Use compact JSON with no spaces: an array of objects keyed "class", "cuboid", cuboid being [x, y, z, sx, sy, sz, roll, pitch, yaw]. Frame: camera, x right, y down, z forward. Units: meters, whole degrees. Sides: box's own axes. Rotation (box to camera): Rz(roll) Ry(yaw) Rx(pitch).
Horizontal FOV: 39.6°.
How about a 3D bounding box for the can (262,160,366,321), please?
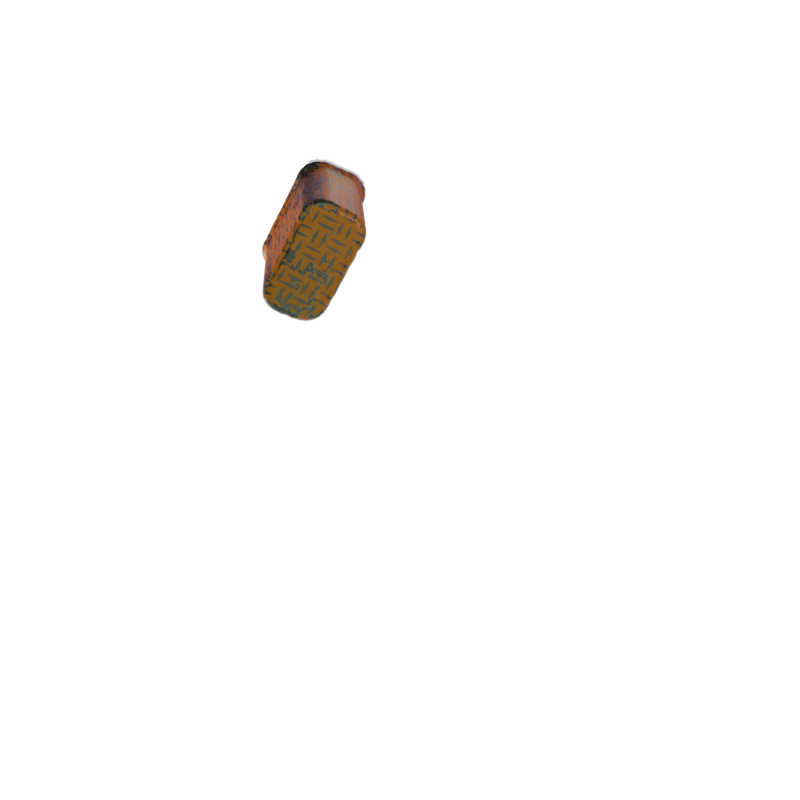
[{"class":"can","cuboid":[-0.066,-0.121,0.849,0.056,0.099,0.089,24,23,-15]}]
